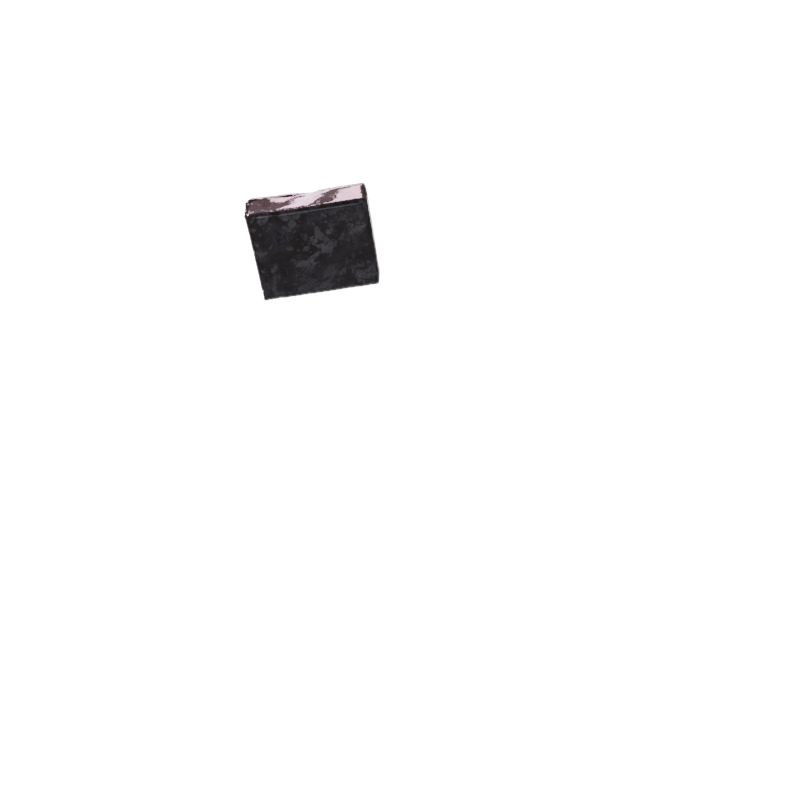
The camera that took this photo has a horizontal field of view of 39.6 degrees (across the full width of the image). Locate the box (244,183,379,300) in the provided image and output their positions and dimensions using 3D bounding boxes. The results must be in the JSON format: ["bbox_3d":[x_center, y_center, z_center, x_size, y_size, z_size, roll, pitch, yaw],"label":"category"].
[{"bbox_3d":[-0.064,-0.116,0.814,0.090,0.068,0.032,-7,34,4],"label":"box"}]
